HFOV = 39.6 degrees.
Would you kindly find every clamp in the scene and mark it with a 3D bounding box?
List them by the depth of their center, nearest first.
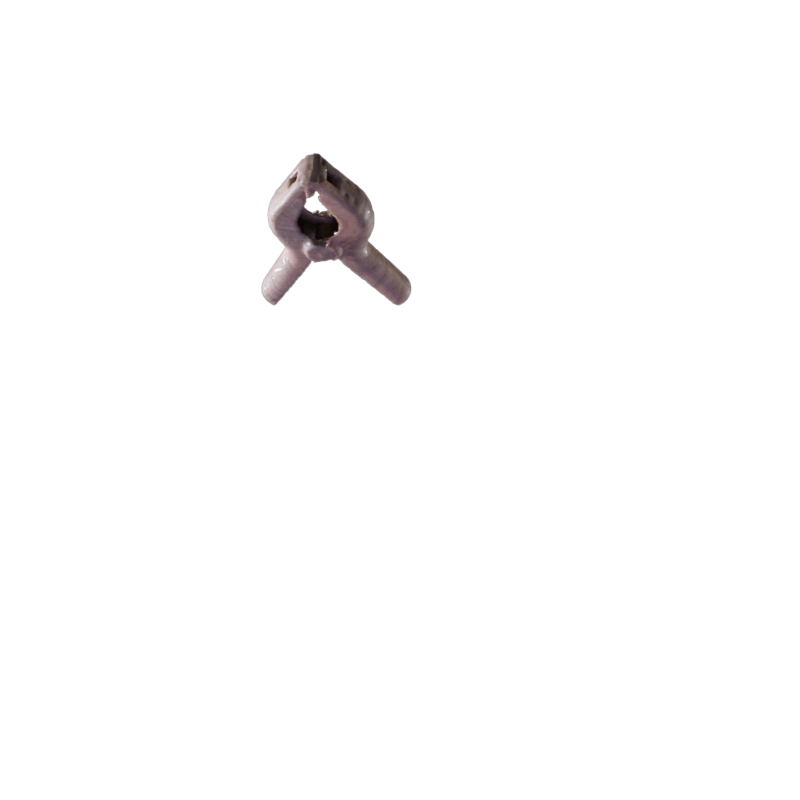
[{"bbox_3d":[-0.066,-0.121,0.845,0.121,0.042,0.158,-9,-36,11],"label":"clamp"}]
